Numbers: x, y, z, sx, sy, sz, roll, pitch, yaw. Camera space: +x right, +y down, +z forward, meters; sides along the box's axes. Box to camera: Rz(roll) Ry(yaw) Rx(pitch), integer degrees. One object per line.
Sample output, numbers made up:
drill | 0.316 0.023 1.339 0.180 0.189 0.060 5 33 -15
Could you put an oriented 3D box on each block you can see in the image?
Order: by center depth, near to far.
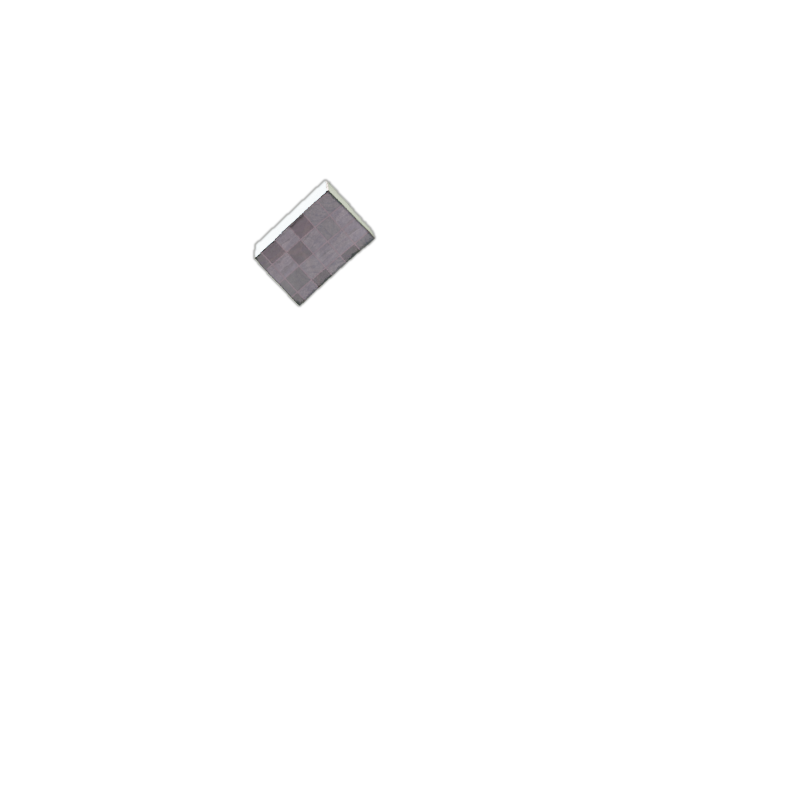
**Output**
block | -0.065 -0.119 0.836 0.077 0.051 0.053 -41 13 9
